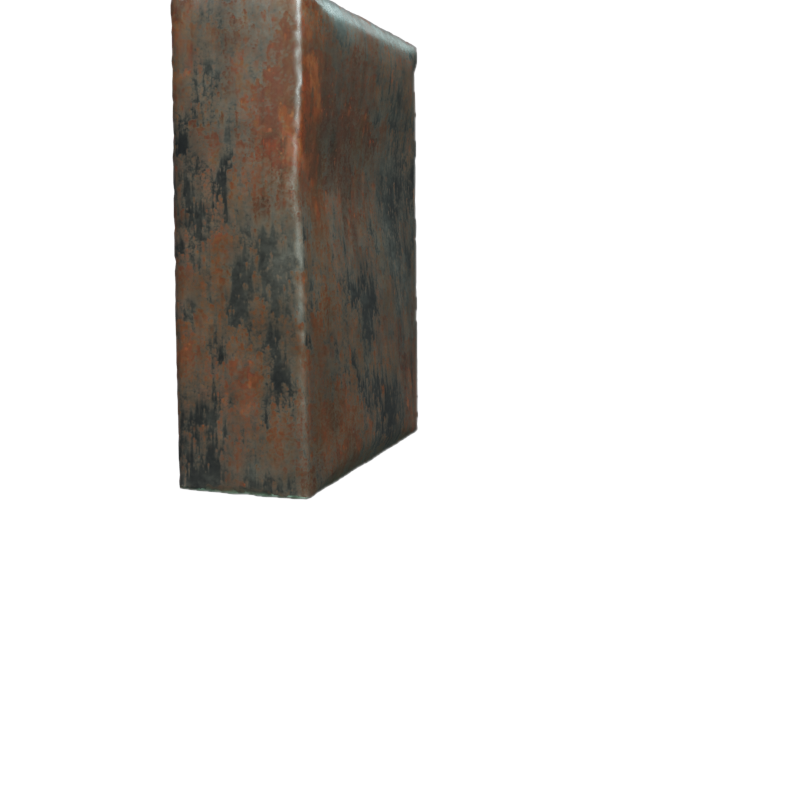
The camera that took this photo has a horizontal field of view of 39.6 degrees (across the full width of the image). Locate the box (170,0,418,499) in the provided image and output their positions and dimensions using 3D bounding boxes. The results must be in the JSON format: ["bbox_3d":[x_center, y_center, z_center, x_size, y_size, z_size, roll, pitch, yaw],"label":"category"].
[{"bbox_3d":[-0.042,-0.076,0.536,0.074,0.213,0.161,0,3,18],"label":"box"}]
